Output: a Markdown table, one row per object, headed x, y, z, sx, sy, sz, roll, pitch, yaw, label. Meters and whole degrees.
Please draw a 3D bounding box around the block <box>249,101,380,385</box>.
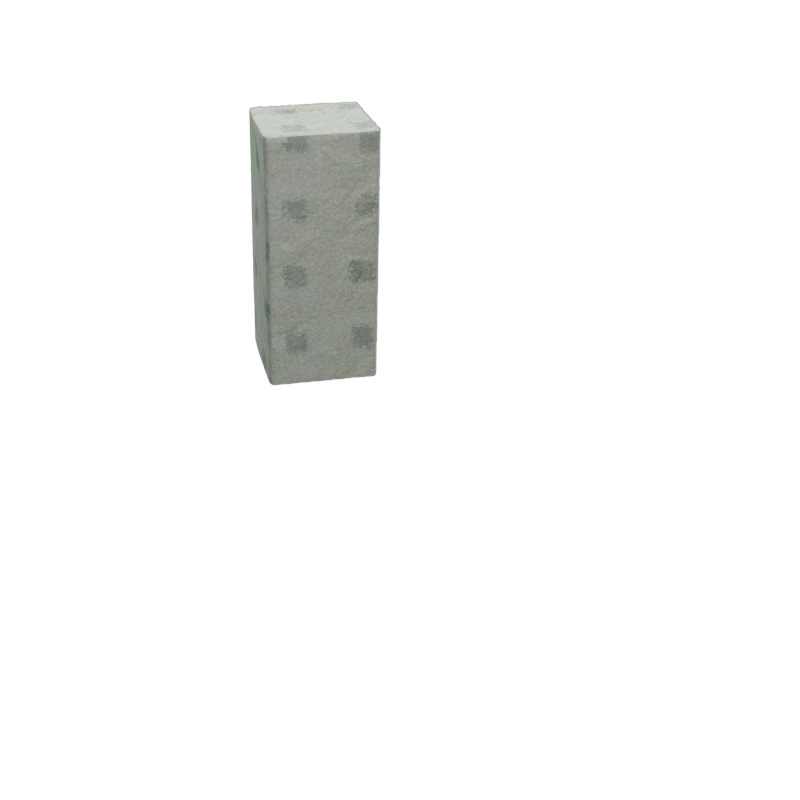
| x | y | z | sx | sy | sz | roll | pitch | yaw | label |
| --- | --- | --- | --- | --- | --- | --- | --- | --- | --- |
| -0.070 | -0.127 | 0.889 | 0.089 | 0.196 | 0.096 | -4 | 25 | -12 | block |
